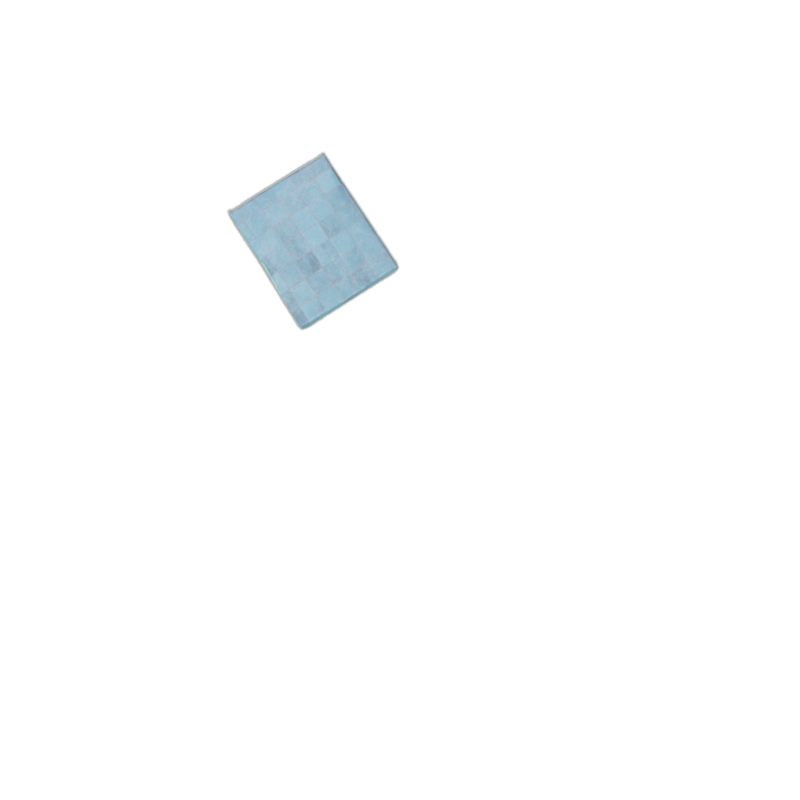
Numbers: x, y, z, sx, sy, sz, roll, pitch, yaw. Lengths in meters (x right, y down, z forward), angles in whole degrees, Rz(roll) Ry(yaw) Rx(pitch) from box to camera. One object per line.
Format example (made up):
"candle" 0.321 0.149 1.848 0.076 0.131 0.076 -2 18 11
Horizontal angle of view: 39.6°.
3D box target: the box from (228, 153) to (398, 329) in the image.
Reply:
"box" -0.056 -0.101 0.709 0.073 0.090 0.030 -32 -4 -3
